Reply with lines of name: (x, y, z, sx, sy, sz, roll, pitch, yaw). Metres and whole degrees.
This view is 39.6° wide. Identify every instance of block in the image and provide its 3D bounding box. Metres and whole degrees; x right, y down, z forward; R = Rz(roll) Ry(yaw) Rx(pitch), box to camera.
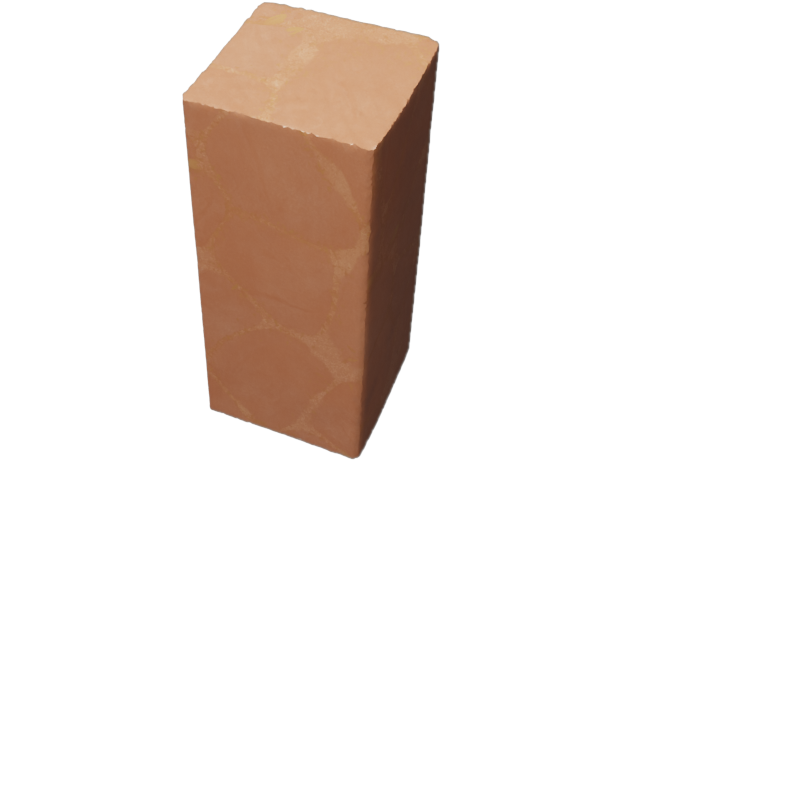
block: (-0.043, -0.079, 0.552, 0.093, 0.192, 0.094, 17, 48, 12)
